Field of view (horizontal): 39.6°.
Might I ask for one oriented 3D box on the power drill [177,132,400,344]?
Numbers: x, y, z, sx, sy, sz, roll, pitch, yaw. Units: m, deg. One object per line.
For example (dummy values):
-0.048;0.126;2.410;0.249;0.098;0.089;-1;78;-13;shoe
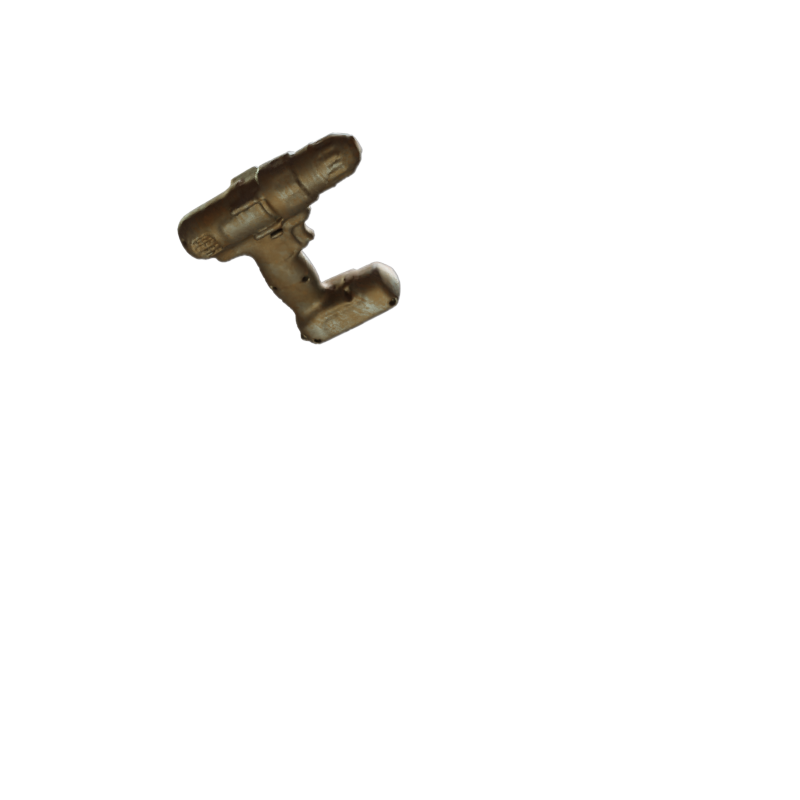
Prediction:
-0.078;-0.143;1.000;0.185;0.062;0.174;-25;-50;22;power drill
